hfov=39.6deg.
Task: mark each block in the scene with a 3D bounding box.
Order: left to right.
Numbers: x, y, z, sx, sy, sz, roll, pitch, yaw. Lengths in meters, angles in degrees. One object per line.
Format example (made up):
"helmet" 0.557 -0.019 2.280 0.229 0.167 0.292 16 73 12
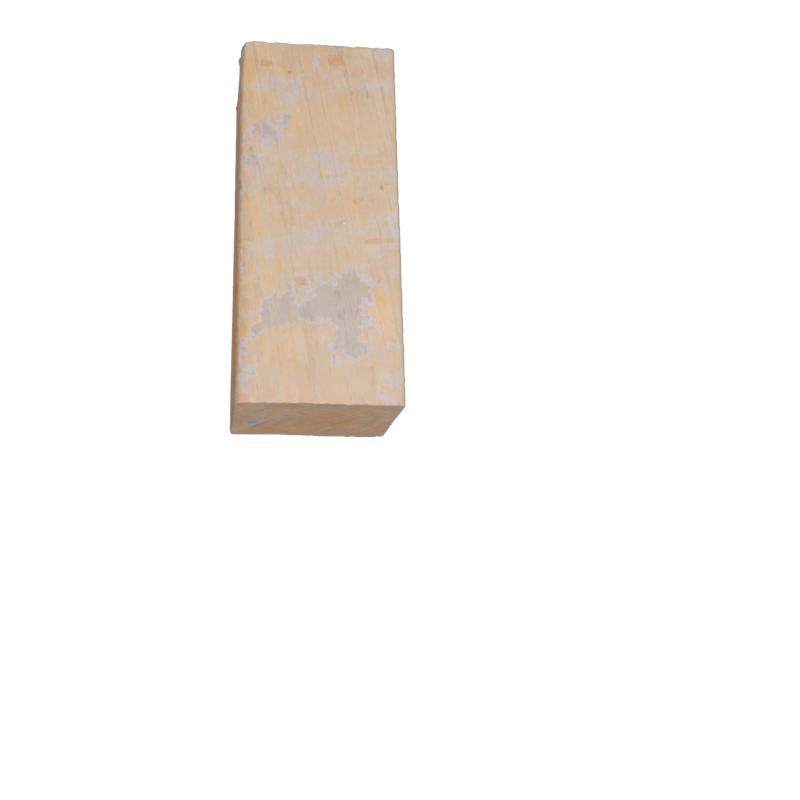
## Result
"block" -0.050 -0.090 0.632 0.089 0.216 0.088 1 -19 -8
